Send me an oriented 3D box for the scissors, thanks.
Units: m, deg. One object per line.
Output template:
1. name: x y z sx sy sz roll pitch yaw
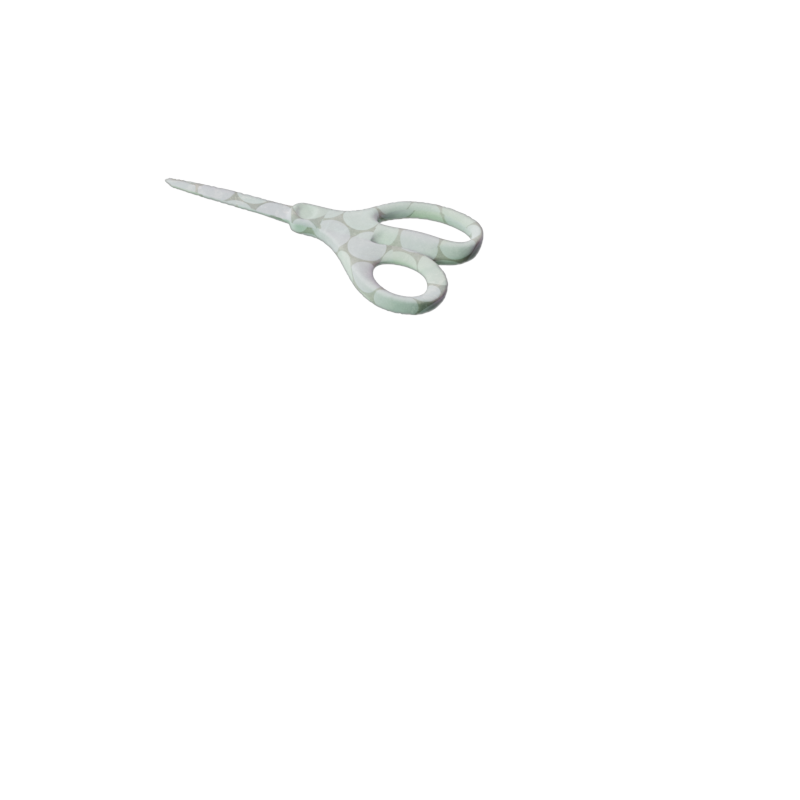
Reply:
1. scissors: -0.052 -0.095 0.666 0.203 0.102 0.015 5 -43 5
